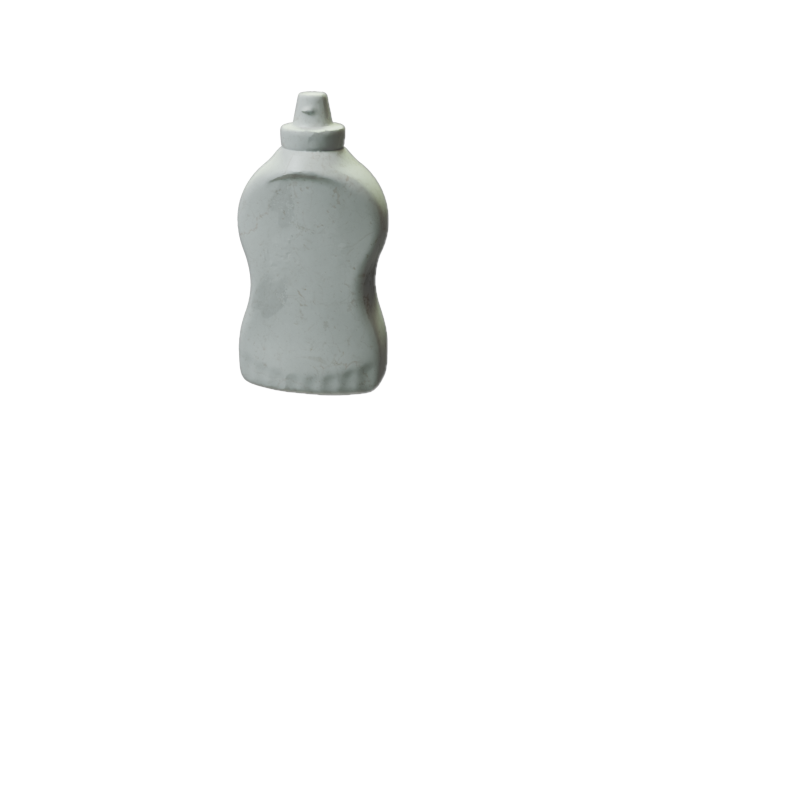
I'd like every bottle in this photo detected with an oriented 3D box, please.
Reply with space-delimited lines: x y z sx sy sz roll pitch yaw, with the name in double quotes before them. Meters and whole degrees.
"bottle" -0.056 -0.102 0.713 0.098 0.185 0.059 5 16 13
